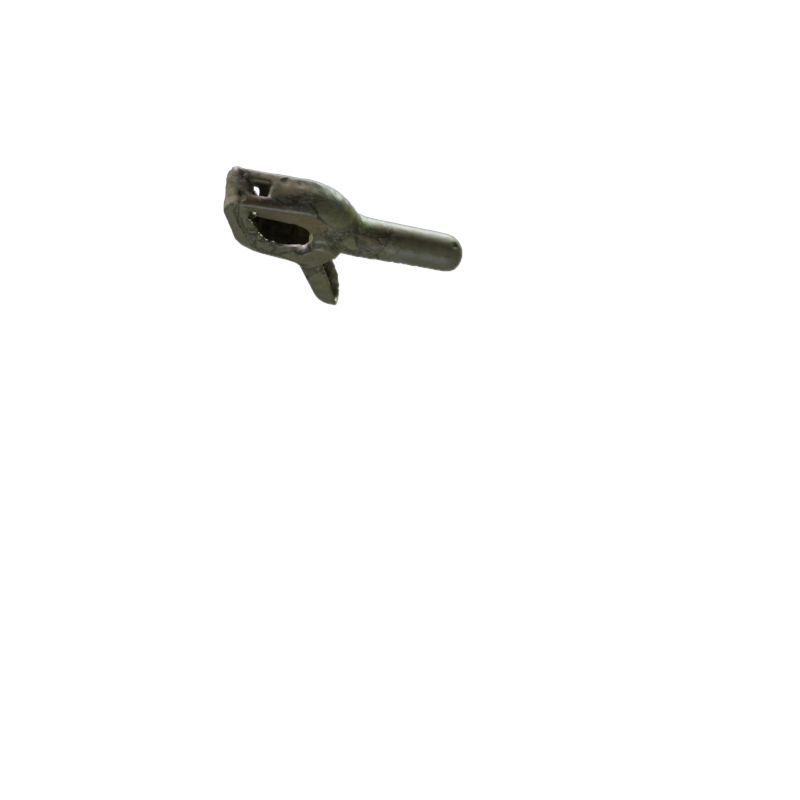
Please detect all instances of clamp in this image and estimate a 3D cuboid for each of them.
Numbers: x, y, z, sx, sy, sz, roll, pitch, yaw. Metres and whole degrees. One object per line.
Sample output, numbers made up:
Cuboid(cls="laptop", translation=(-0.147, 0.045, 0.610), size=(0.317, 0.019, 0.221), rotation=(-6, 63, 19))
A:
Cuboid(cls="clamp", translation=(-0.057, -0.104, 0.727), size=(0.161, 0.042, 0.120), rotation=(21, -33, -37))
